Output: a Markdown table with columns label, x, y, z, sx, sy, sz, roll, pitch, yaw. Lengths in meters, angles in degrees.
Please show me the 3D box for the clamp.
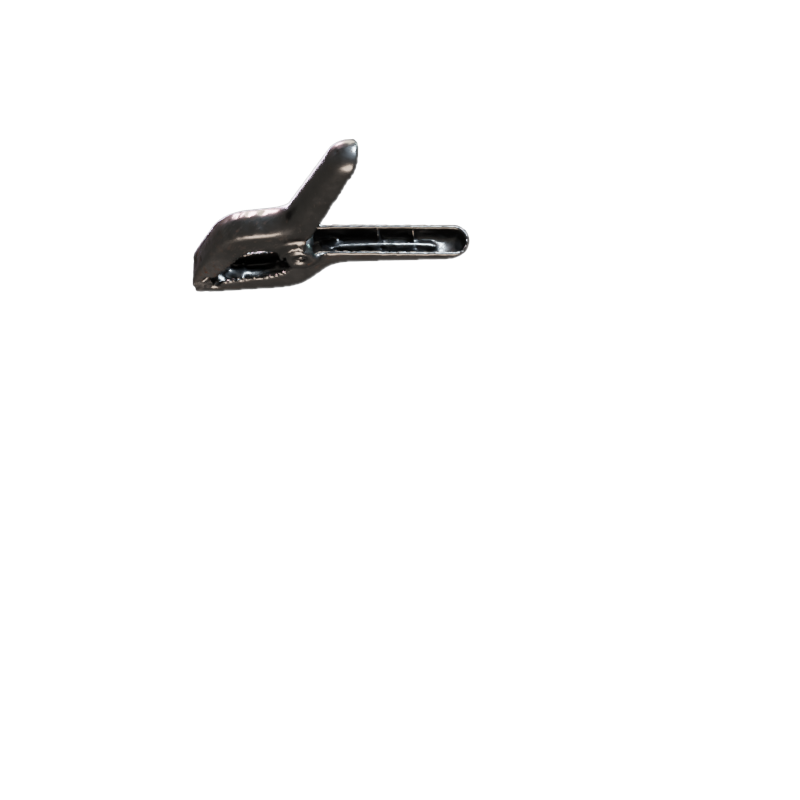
| label | x | y | z | sx | sy | sz | roll | pitch | yaw |
| --- | --- | --- | --- | --- | --- | --- | --- | --- | --- |
| clamp | -0.065 | -0.118 | 0.828 | 0.212 | 0.038 | 0.154 | -18 | -28 | 36 |
